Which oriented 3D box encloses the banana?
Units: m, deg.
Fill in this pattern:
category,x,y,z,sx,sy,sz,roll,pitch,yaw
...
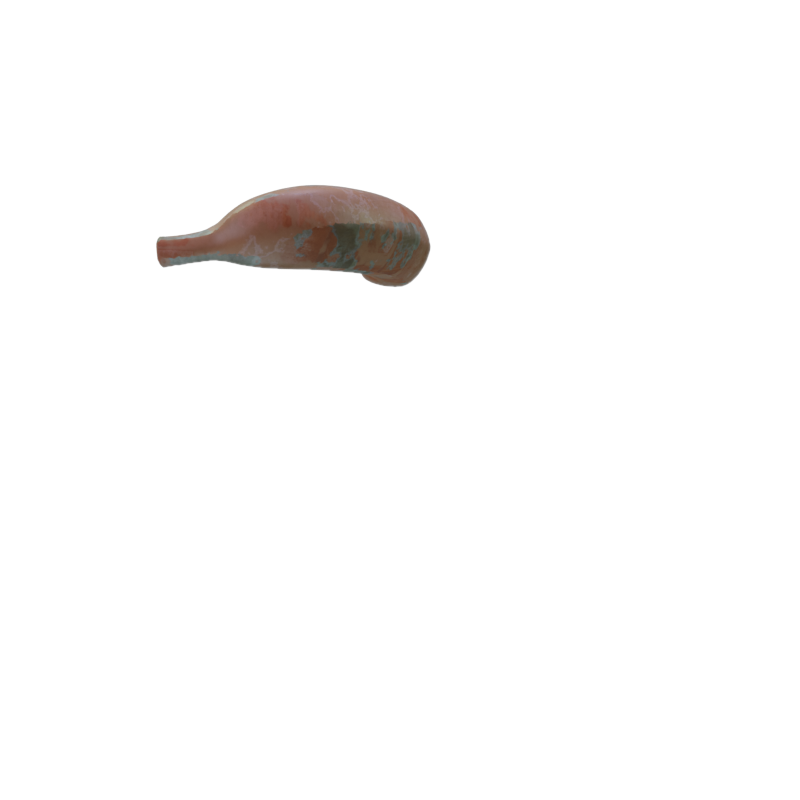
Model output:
category,x,y,z,sx,sy,sz,roll,pitch,yaw
banana,-0.025,-0.073,0.504,0.072,0.037,0.191,0,2,27
